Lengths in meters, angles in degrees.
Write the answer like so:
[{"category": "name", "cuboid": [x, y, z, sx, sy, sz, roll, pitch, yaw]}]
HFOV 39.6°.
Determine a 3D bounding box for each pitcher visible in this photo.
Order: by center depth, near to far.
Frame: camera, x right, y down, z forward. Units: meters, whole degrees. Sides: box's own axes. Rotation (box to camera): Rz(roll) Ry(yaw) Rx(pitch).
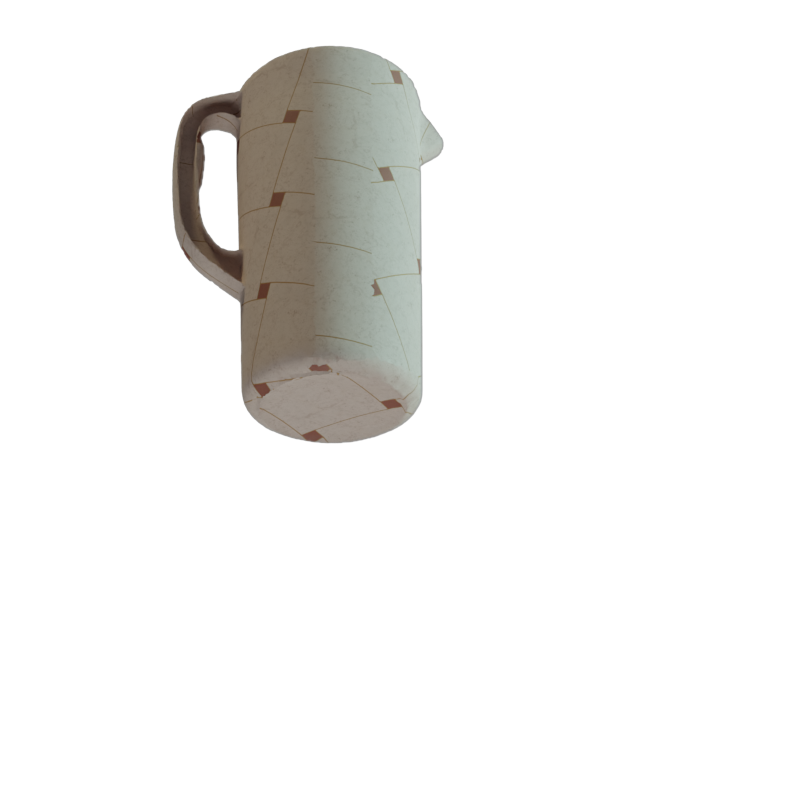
[{"category": "pitcher", "cuboid": [-0.056, -0.103, 0.721, 0.151, 0.260, 0.134, -18, -36, 23]}]
